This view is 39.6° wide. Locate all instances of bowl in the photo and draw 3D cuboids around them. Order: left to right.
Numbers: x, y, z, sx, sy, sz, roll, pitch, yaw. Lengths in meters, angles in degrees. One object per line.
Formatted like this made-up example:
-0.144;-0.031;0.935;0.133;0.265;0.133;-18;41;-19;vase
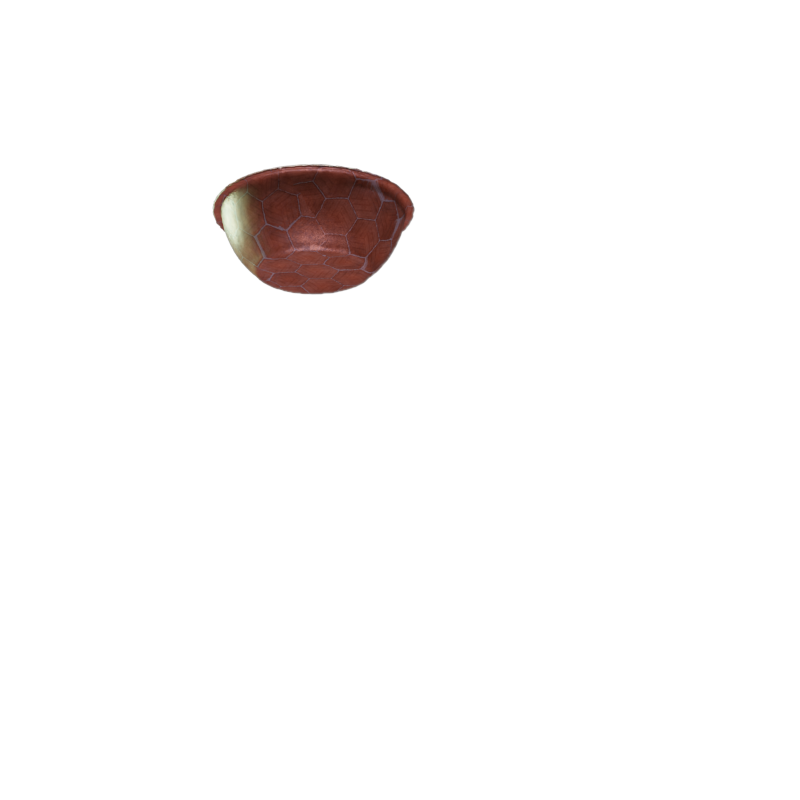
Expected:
-0.069;-0.126;0.880;0.162;0.058;0.155;0;-18;-2;bowl
